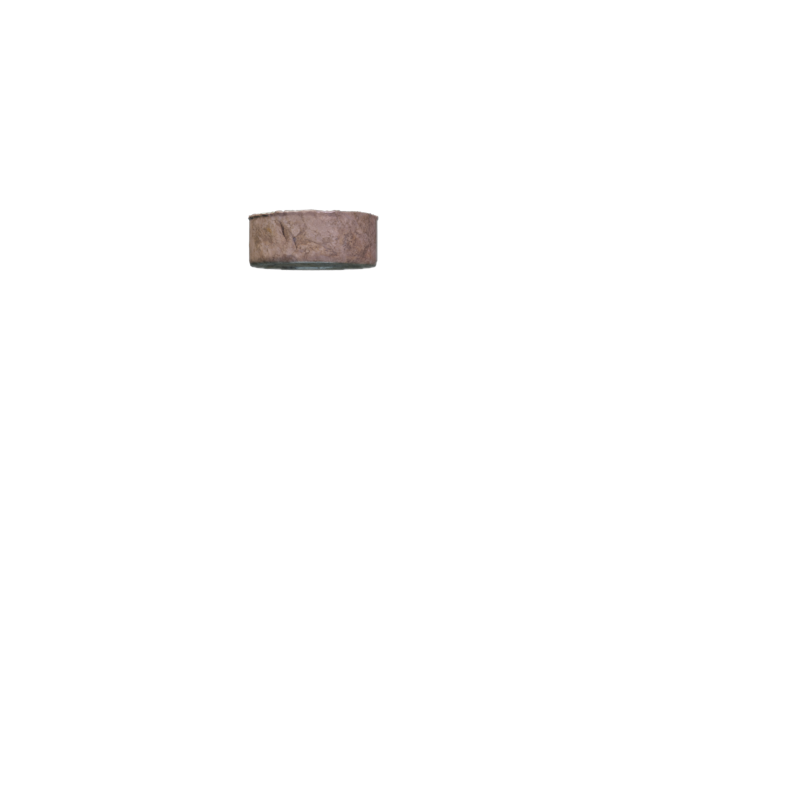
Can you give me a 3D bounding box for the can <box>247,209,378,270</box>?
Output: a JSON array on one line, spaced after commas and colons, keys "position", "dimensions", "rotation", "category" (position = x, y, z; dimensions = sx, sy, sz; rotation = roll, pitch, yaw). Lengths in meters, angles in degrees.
[{"position": [-0.057, -0.104, 0.727], "dimensions": [0.086, 0.034, 0.086], "rotation": [0, 2, -2], "category": "can"}]
